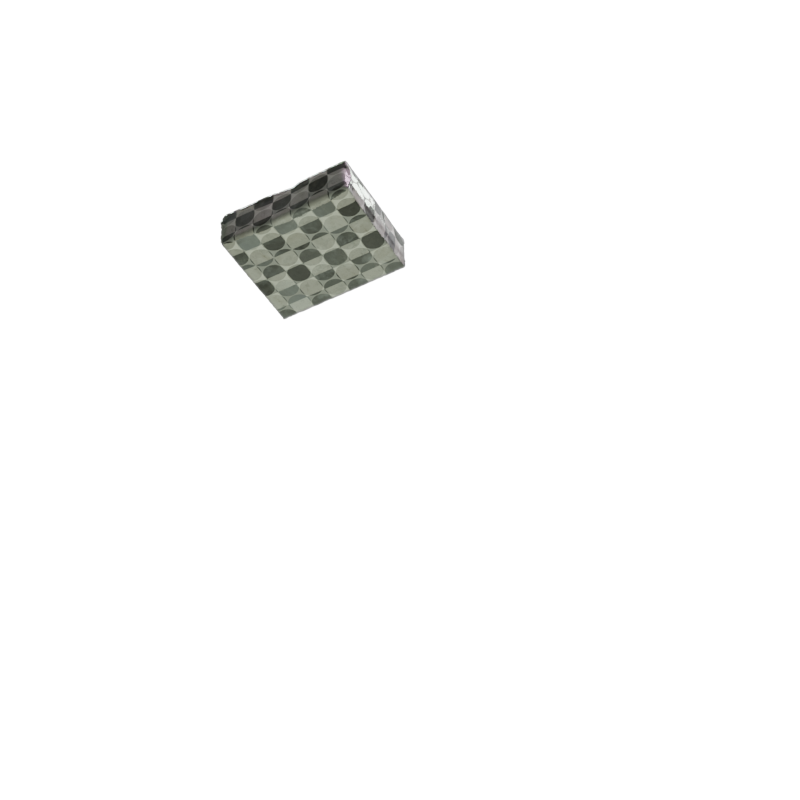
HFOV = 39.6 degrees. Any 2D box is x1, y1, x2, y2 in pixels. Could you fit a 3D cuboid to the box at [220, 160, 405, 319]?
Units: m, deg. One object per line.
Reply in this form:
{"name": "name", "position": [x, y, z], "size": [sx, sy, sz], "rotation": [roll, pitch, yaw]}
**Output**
{"name": "box", "position": [-0.053, -0.096, 0.670], "size": [0.090, 0.032, 0.068], "rotation": [-21, -48, 20]}
